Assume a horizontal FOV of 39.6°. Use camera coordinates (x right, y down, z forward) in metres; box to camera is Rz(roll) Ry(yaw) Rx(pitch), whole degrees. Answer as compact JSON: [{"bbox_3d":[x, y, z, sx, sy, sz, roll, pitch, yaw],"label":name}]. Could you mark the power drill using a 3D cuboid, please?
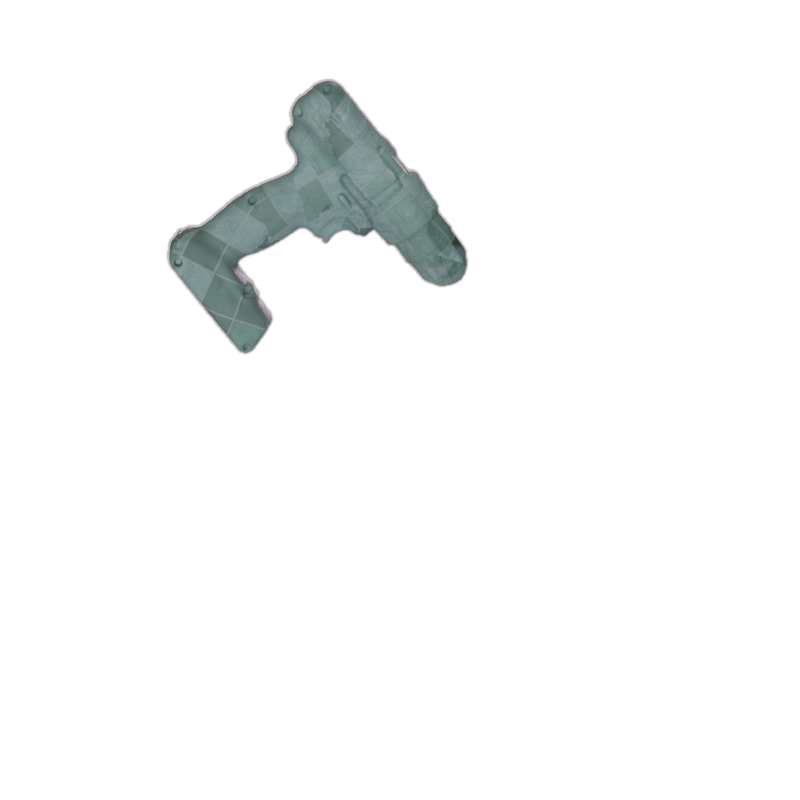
[{"bbox_3d":[-0.066,-0.120,0.841,0.187,0.180,0.059,-37,9,7],"label":"power drill"}]
